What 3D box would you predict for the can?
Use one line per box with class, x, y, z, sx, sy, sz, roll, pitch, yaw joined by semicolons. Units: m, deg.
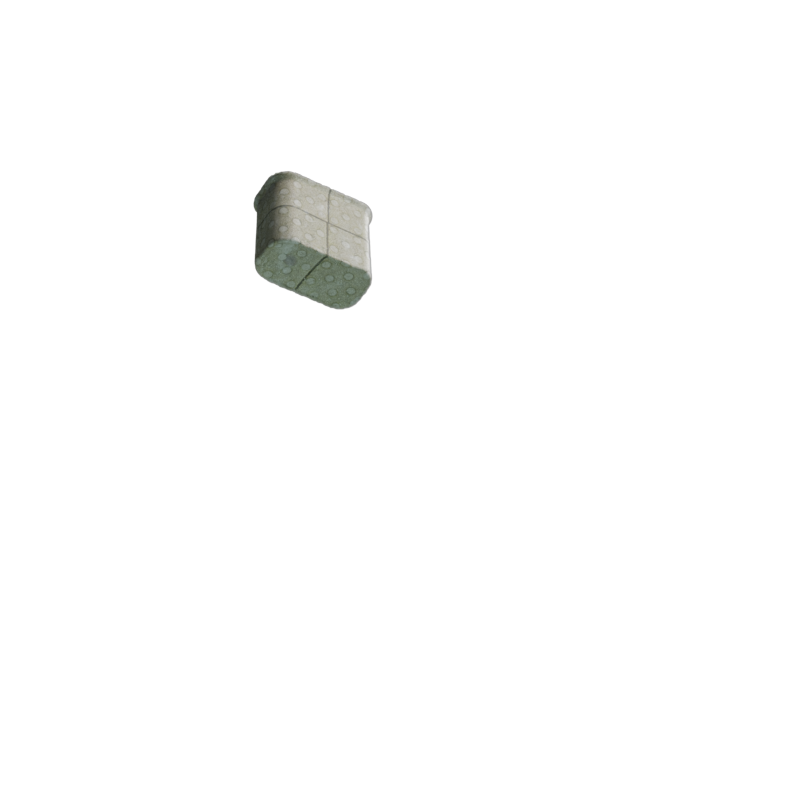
can;-0.073;-0.133;0.929;0.098;0.090;0.056;21;-48;-22
